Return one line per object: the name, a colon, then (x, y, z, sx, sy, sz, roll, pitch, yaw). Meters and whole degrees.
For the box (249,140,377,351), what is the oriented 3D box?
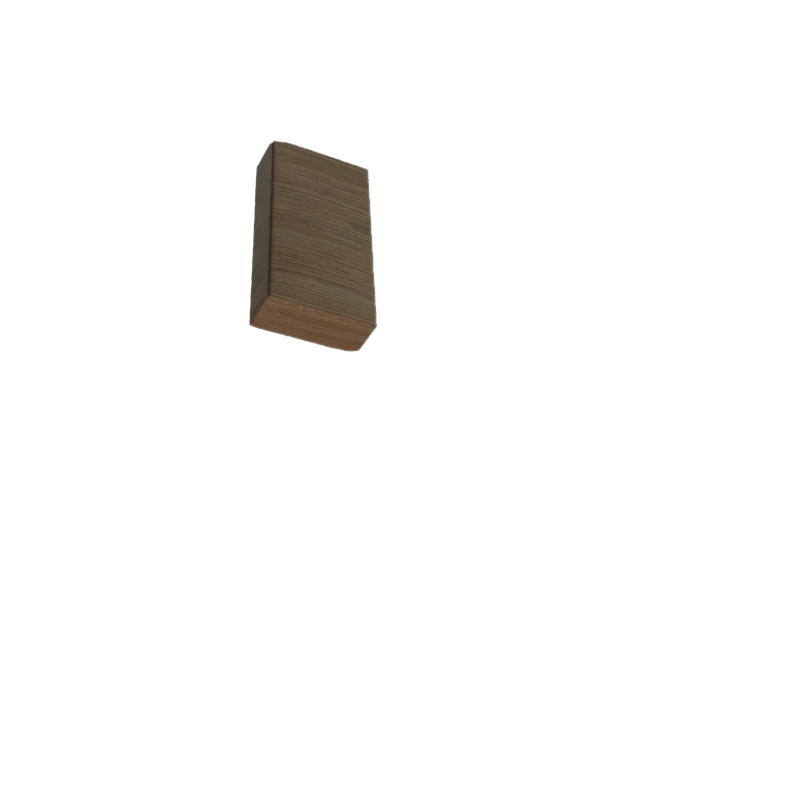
box: (-0.070, -0.128, 0.895, 0.090, 0.189, 0.046, 14, -41, -21)
